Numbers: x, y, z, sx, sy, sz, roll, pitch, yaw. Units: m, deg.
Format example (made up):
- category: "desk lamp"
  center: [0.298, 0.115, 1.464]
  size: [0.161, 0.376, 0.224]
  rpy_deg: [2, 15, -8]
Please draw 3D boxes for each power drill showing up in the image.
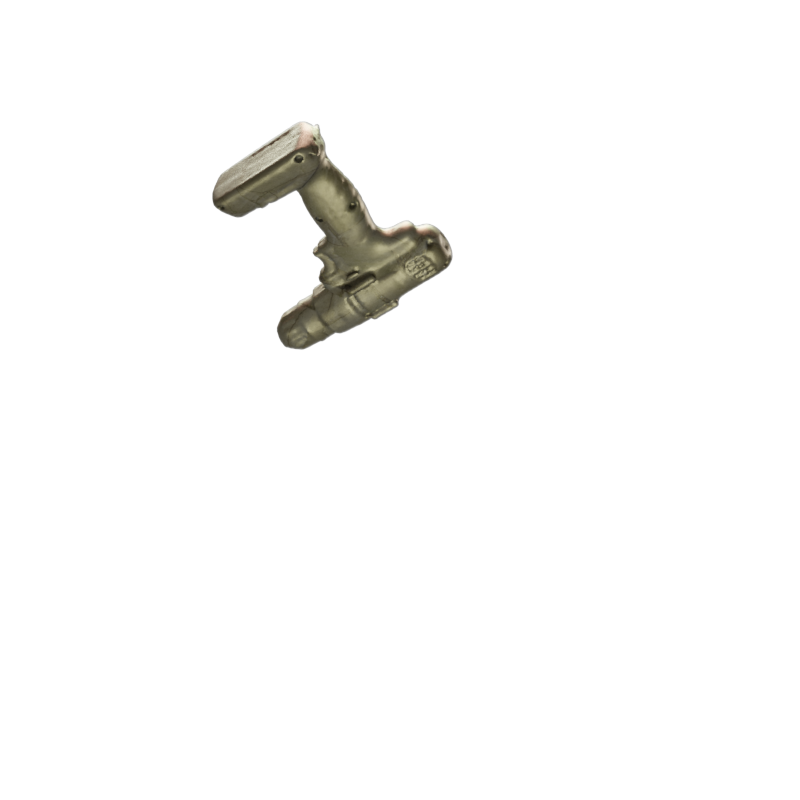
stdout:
- category: "power drill"
  center: [-0.076, -0.138, 0.968]
  size: [0.184, 0.176, 0.061]
  rpy_deg: [-31, 32, 22]
